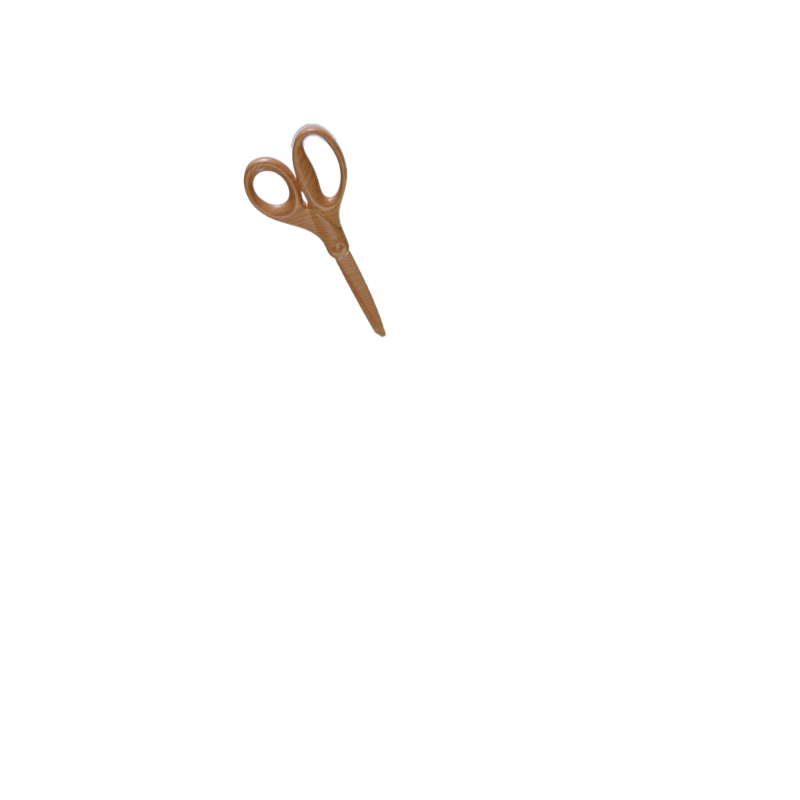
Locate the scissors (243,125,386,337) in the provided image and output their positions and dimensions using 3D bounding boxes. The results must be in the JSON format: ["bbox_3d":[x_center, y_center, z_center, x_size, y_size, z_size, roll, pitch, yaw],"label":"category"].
[{"bbox_3d":[-0.074,-0.135,0.948,0.096,0.191,0.017,-8,23,3],"label":"scissors"}]
